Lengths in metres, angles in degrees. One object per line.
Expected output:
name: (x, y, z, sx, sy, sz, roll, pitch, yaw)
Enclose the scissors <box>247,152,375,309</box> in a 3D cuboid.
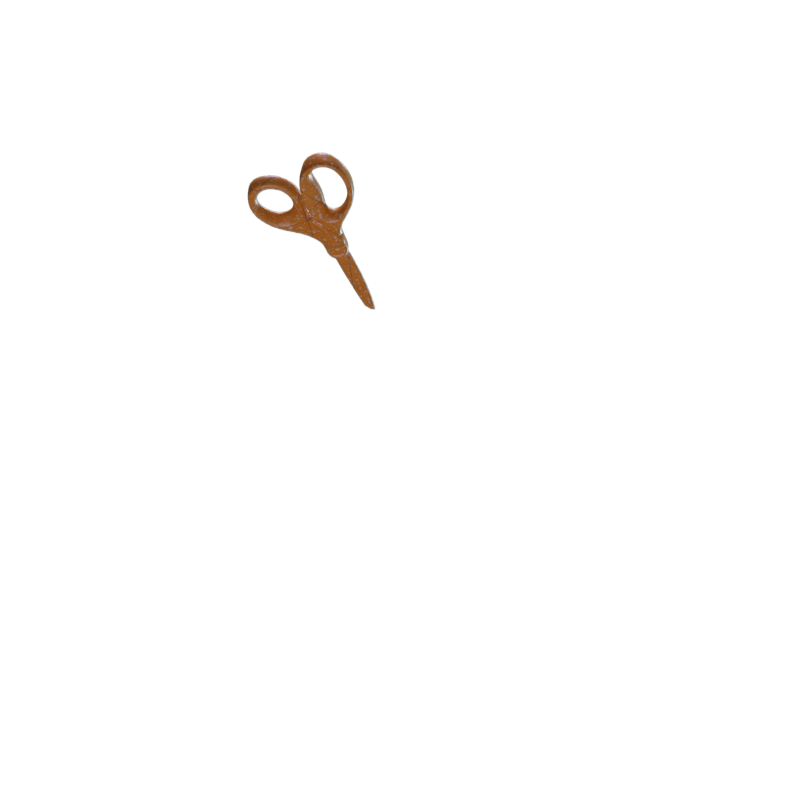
scissors: (-0.074, -0.135, 0.948, 0.096, 0.017, 0.187, -2, -36, 2)
